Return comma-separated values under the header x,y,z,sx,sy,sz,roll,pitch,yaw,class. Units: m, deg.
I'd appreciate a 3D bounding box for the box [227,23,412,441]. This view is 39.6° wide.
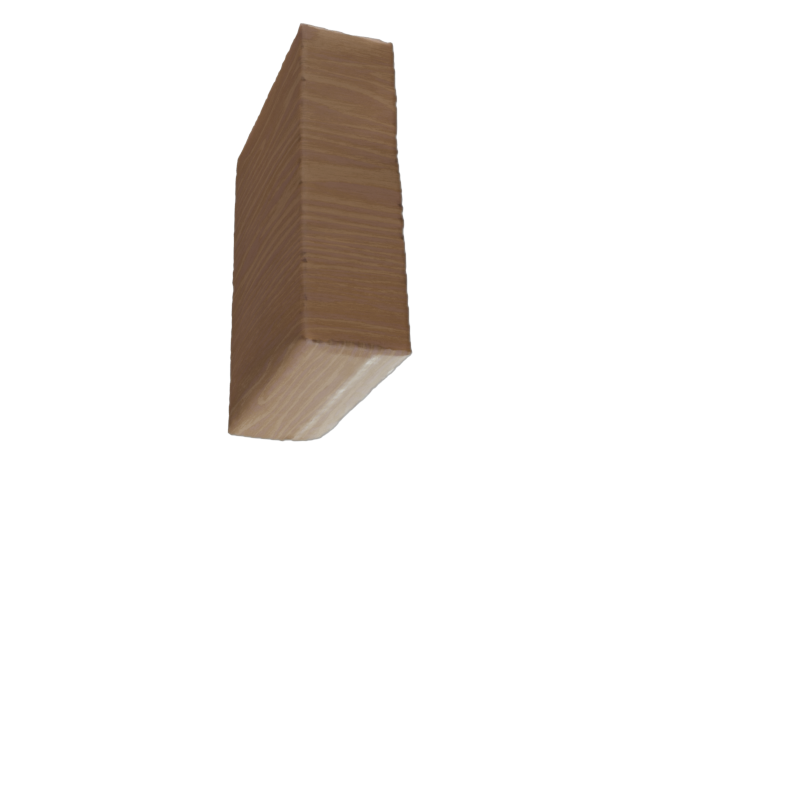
x,y,z,sx,sy,sz,roll,pitch,yaw,class
-0.055,-0.100,0.701,0.070,0.226,0.159,8,-27,-20,box
